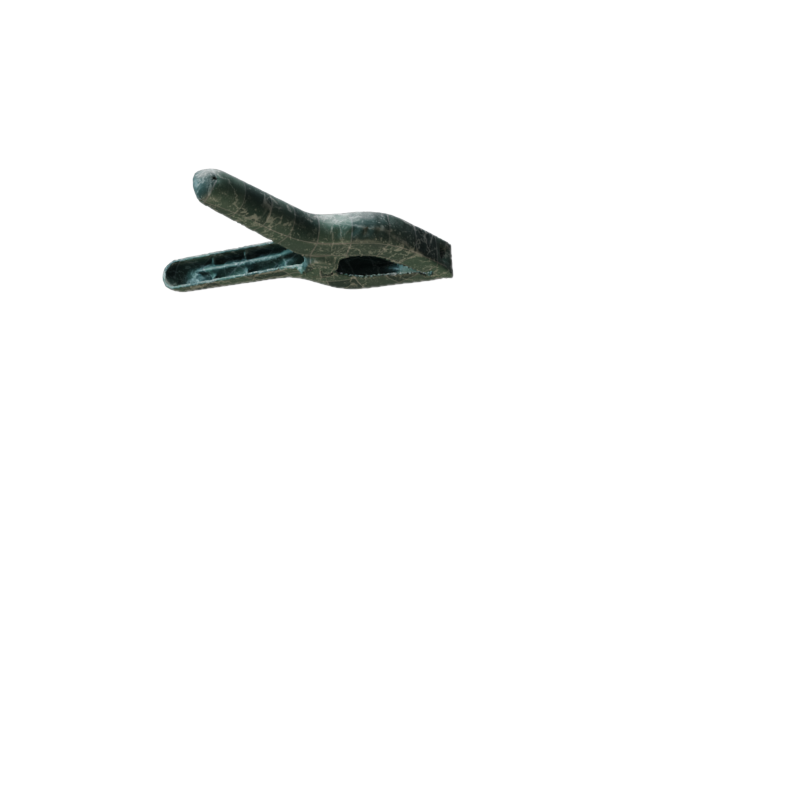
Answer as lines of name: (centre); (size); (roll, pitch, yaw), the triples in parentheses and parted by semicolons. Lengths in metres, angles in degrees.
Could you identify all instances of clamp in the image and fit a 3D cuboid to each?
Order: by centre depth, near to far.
clamp: (-0.061, -0.111, 0.781); (0.208, 0.038, 0.159); (3, -18, -8)
